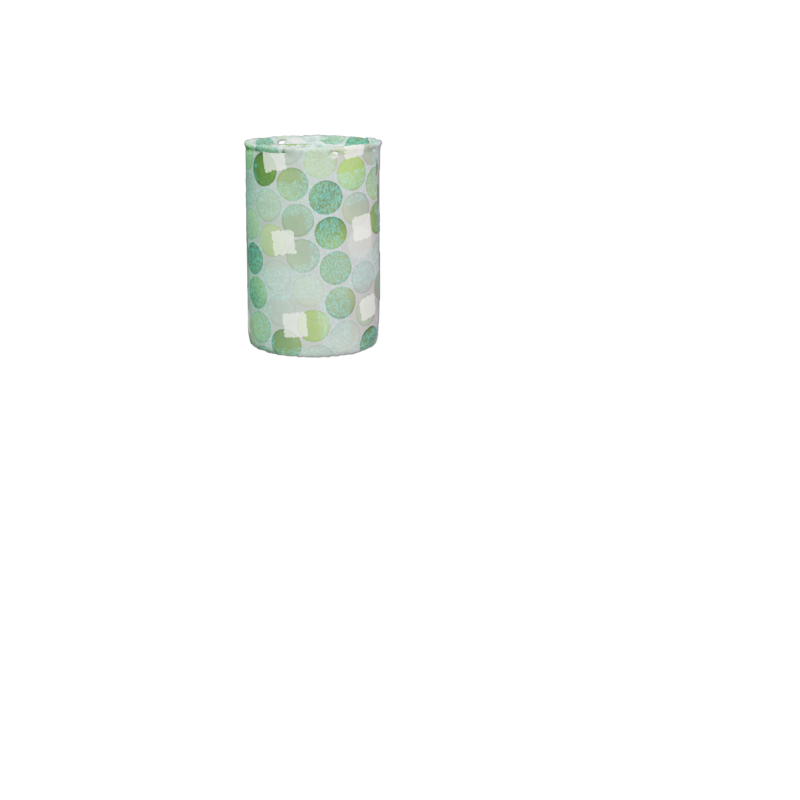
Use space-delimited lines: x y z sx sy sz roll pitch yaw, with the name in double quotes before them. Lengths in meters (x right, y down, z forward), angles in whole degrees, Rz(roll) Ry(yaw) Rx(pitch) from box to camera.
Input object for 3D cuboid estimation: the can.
"can" -0.043 -0.079 0.555 0.068 0.099 0.071 0 13 -2
